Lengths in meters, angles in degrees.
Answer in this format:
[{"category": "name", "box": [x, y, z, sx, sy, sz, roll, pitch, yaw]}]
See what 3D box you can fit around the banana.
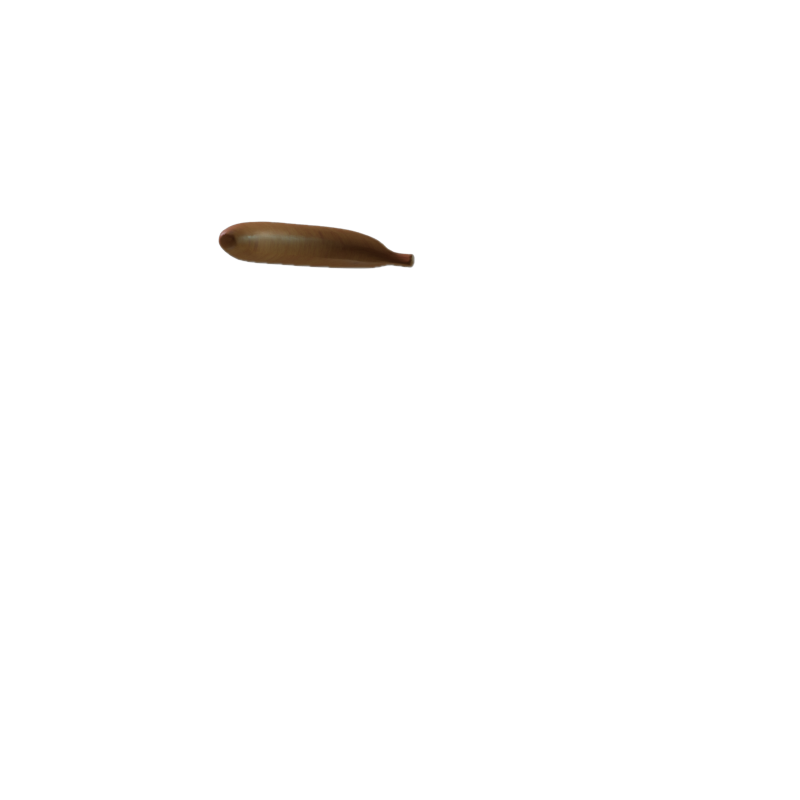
[{"category": "banana", "box": [-0.082, -0.135, 0.955, 0.190, 0.037, 0.072, -1, 1, -37]}]
